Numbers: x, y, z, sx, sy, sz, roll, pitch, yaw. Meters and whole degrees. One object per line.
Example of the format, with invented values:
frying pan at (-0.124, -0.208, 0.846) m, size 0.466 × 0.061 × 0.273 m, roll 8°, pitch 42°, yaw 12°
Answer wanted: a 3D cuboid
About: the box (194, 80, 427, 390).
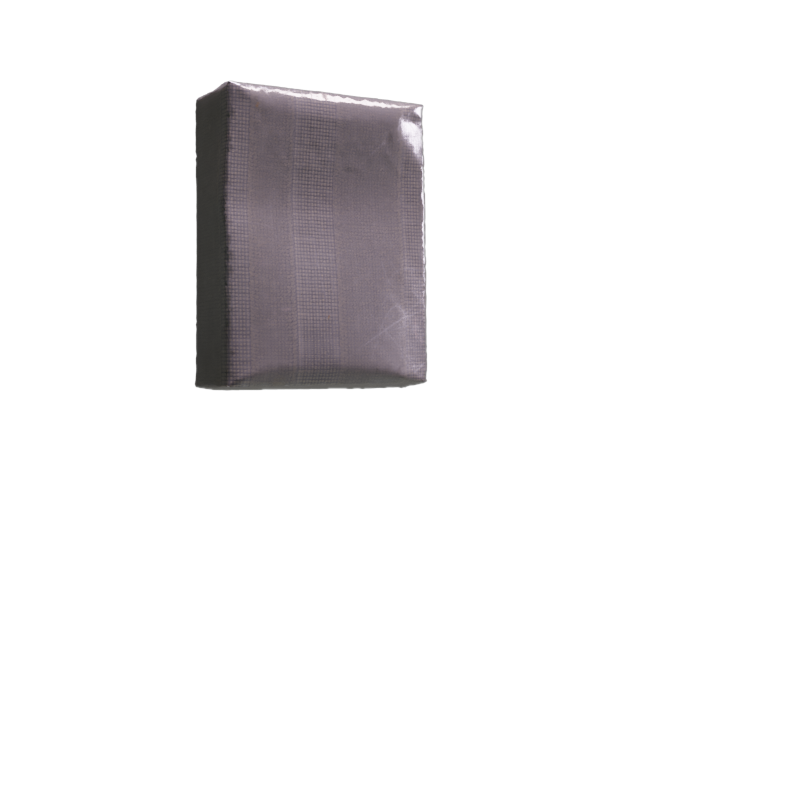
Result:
box at (-0.064, -0.116, 0.811) m, size 0.159 × 0.217 × 0.073 m, roll 1°, pitch -6°, yaw -28°
